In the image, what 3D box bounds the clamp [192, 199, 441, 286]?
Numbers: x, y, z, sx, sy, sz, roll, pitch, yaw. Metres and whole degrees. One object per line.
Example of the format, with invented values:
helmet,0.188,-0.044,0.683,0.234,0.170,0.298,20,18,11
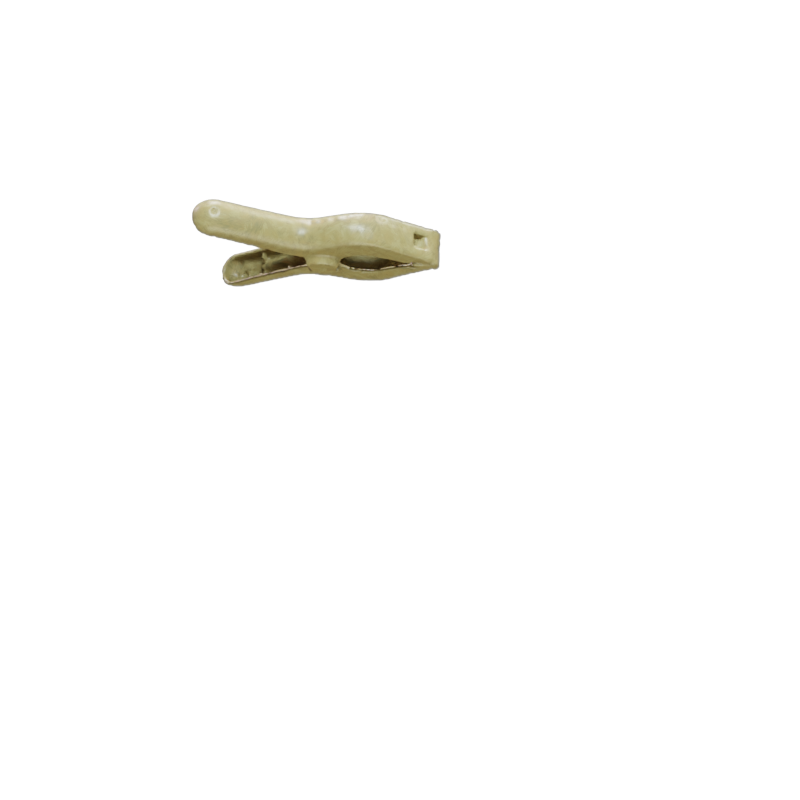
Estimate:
clamp,-0.061,-0.111,0.776,0.174,0.041,0.114,-2,-11,14
